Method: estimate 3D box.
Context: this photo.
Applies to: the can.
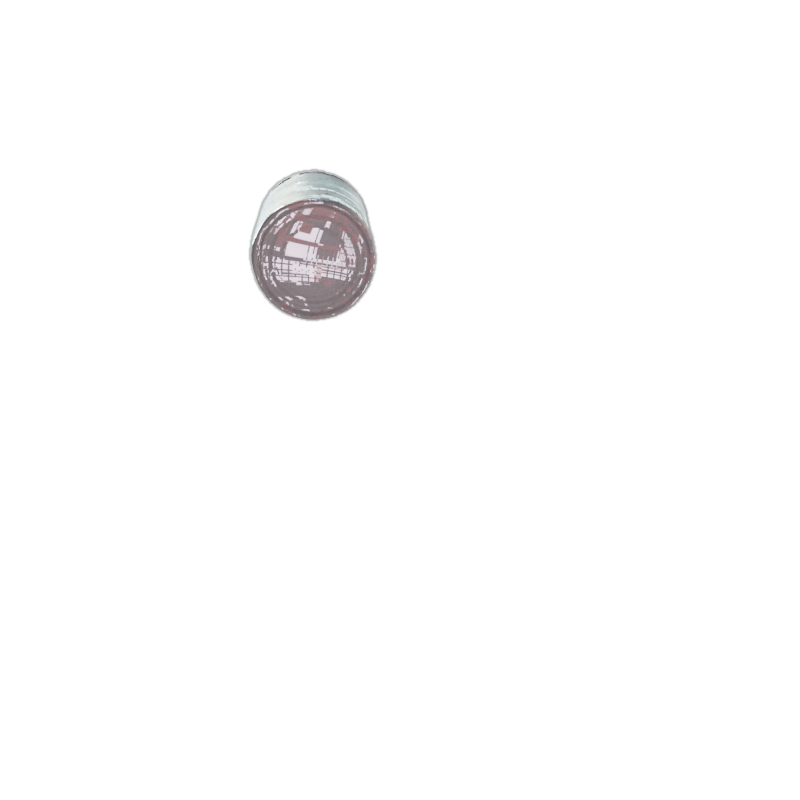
[{"bbox_3d":[-0.049,-0.090,0.632,0.068,0.066,0.106,0,17,-3],"label":"can"}]
